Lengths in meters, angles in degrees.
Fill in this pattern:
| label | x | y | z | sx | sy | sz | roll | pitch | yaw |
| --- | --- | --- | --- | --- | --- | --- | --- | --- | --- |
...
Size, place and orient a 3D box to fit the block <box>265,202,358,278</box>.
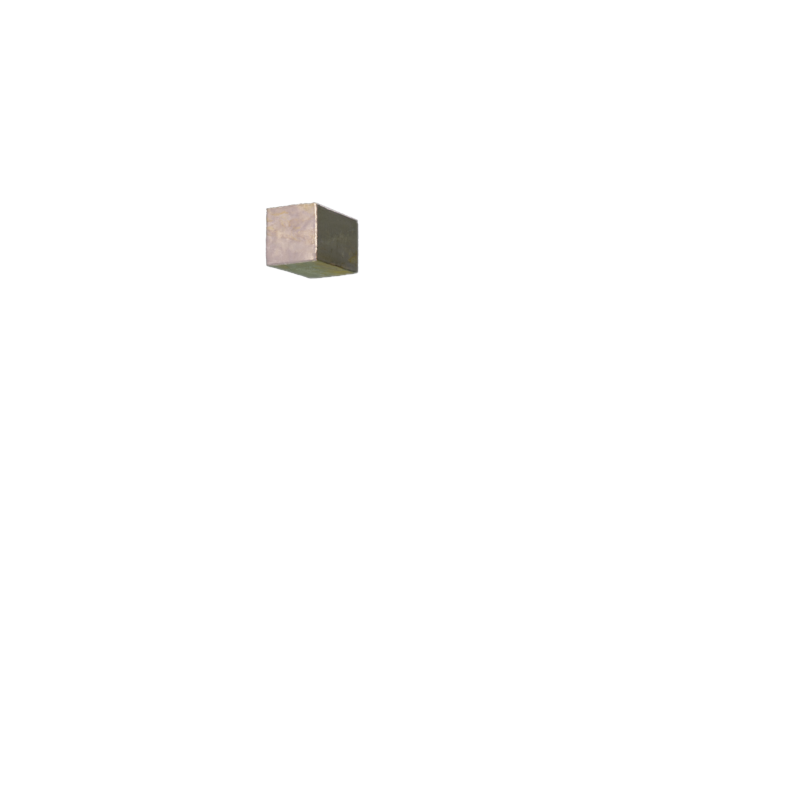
| label | x | y | z | sx | sy | sz | roll | pitch | yaw |
| --- | --- | --- | --- | --- | --- | --- | --- | --- | --- |
| block | -0.076 | -0.139 | 0.973 | 0.054 | 0.052 | 0.074 | -4 | -7 | 26 |
